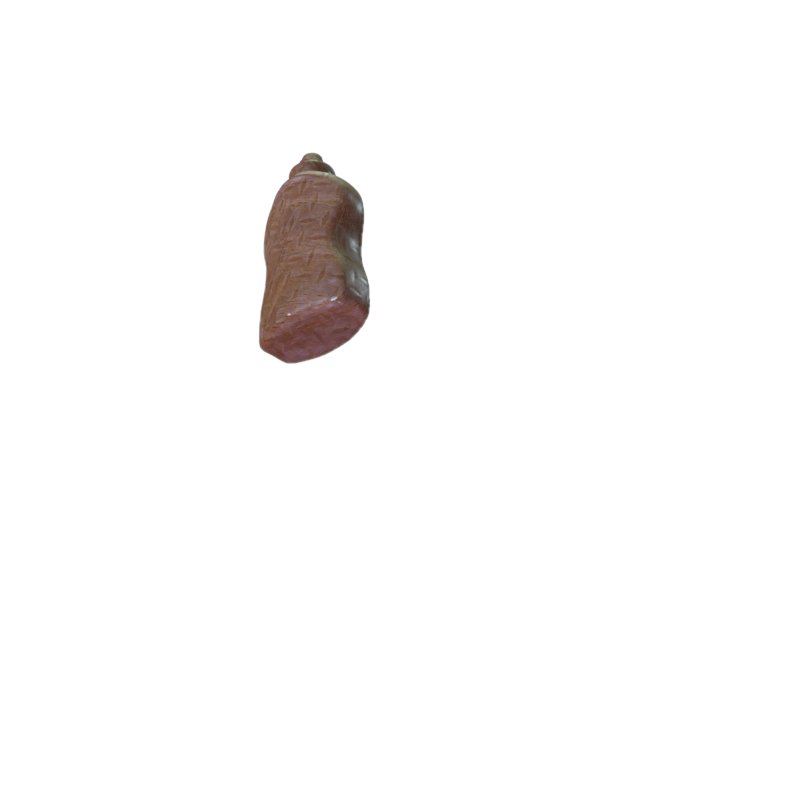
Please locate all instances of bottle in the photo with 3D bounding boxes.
[{"bbox_3d":[-0.071,-0.130,0.909,0.095,0.206,0.055,-32,-46,33],"label":"bottle"}]
